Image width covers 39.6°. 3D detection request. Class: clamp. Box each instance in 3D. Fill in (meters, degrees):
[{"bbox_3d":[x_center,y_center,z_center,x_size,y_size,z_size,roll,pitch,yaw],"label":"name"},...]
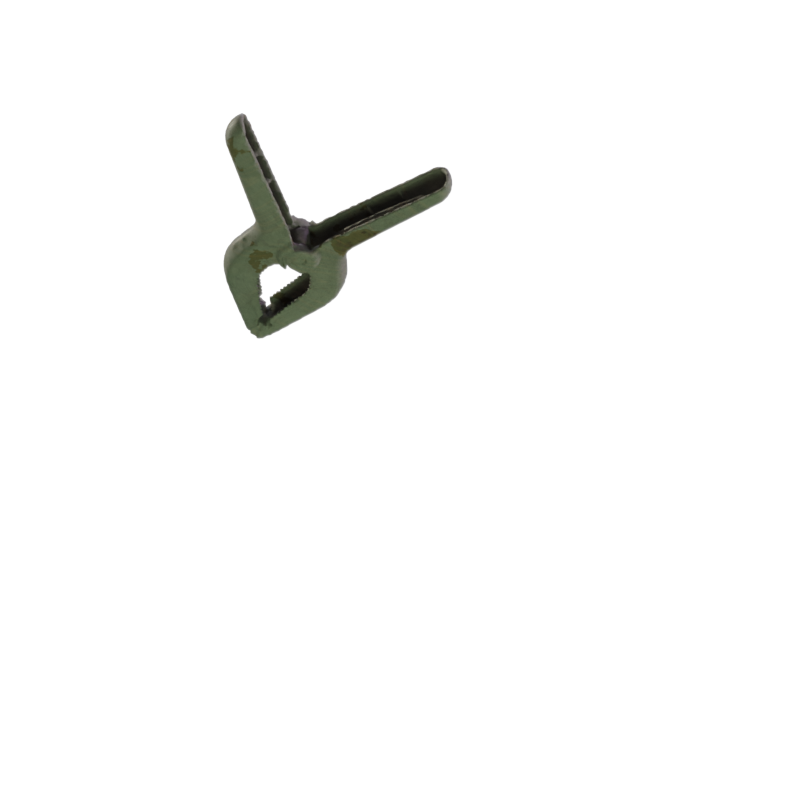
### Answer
[{"bbox_3d":[-0.065,-0.118,0.824,0.161,0.039,0.199,10,-40,-12],"label":"clamp"}]
